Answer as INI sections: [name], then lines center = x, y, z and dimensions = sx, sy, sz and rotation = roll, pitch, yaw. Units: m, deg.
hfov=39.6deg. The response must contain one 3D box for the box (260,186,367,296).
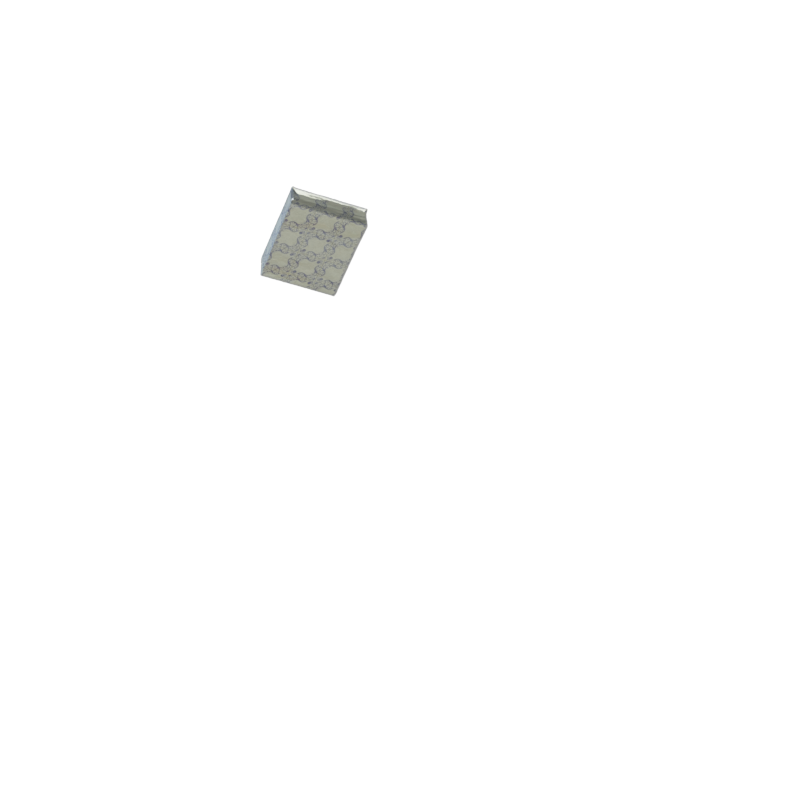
[box]
center = -0.078, -0.143, 0.998
dimensions = 0.071, 0.085, 0.032
rotation = 16, 38, -14
